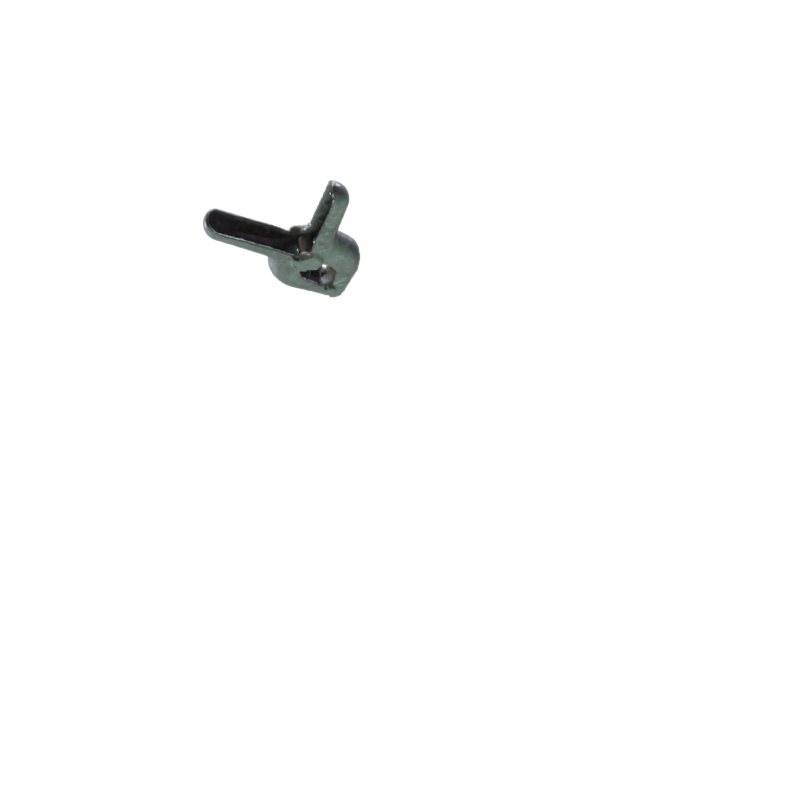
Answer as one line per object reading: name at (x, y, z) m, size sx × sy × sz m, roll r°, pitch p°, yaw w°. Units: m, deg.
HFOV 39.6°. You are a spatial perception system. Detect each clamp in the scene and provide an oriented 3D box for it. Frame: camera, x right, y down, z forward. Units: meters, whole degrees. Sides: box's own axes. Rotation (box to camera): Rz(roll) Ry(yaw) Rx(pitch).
clamp at (-0.073, -0.133, 0.928) m, size 0.122 × 0.041 × 0.161 m, roll -8°, pitch -17°, yaw 25°
